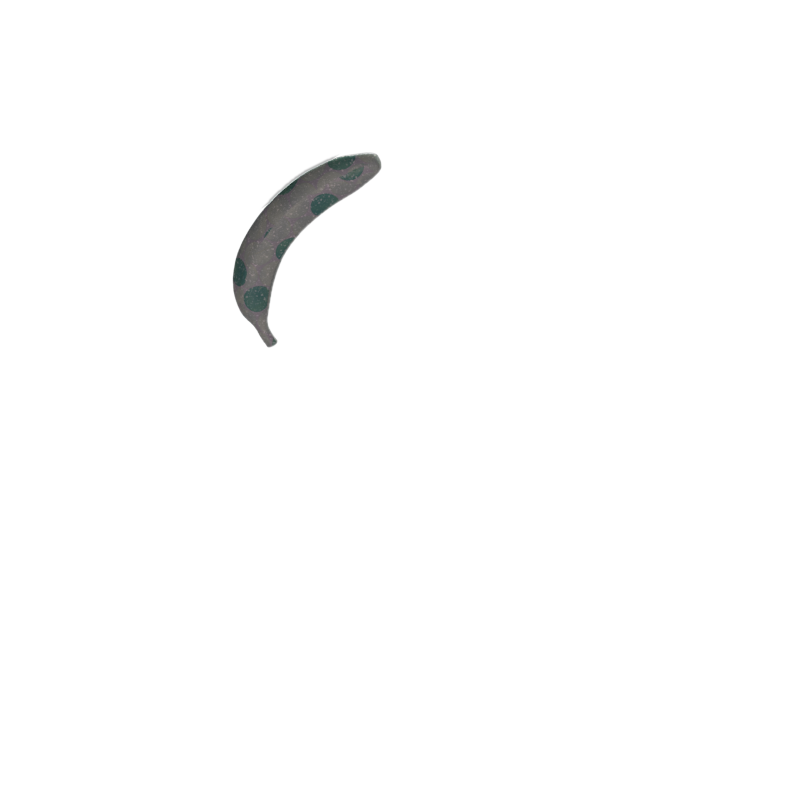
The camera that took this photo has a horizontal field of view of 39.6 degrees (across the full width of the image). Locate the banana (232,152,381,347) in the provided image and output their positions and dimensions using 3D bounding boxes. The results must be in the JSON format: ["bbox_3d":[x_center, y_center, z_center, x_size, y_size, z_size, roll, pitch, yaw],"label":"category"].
[{"bbox_3d":[-0.092,-0.139,0.942,0.068,0.192,0.039,28,23,-14],"label":"banana"}]
